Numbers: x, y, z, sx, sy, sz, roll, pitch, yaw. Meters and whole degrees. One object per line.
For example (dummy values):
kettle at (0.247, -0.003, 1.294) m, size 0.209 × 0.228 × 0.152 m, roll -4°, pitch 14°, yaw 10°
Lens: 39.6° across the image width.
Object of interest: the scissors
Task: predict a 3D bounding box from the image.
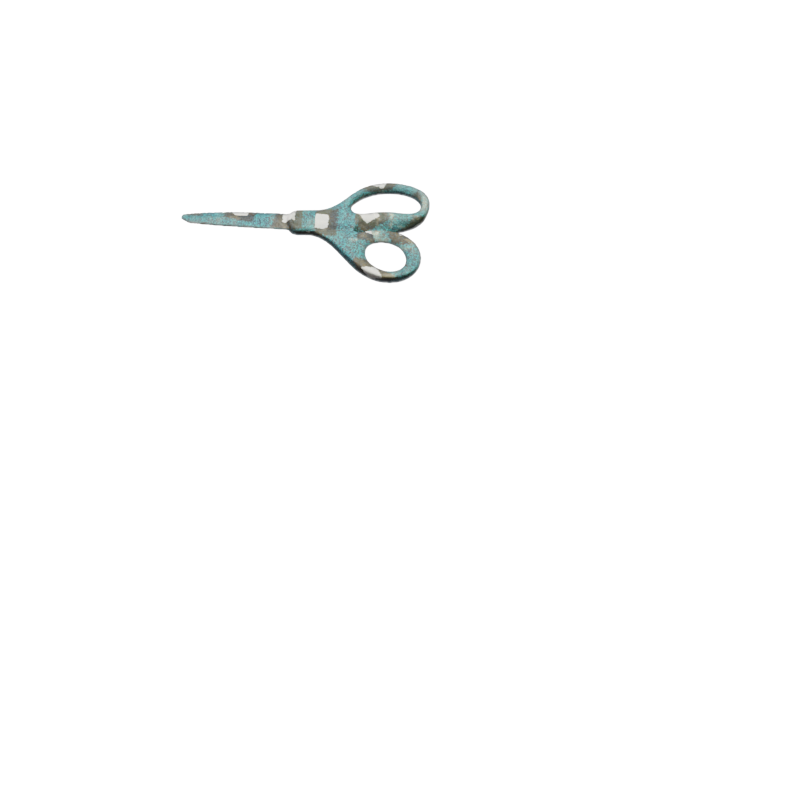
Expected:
scissors at (-0.071, -0.129, 0.901) m, size 0.200 × 0.102 × 0.015 m, roll -12°, pitch -26°, yaw -6°
